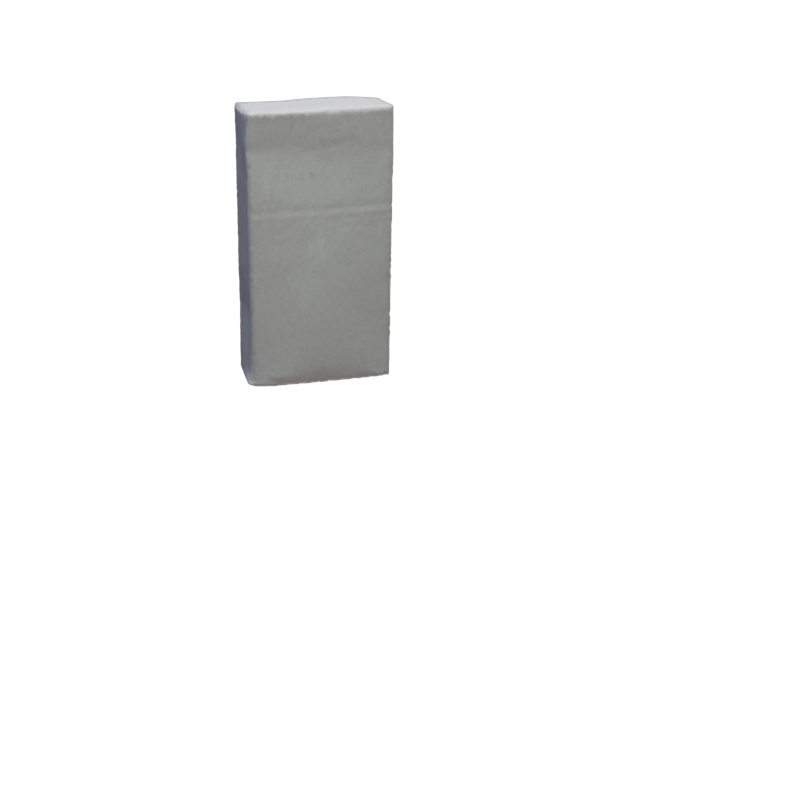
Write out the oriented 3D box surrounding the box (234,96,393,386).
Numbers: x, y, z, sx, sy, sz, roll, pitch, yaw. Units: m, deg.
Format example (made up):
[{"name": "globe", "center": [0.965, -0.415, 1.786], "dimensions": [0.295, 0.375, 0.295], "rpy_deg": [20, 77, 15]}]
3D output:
[{"name": "box", "center": [-0.054, -0.099, 0.692], "dimensions": [0.092, 0.170, 0.051], "rpy_deg": [-4, 17, -16]}]
